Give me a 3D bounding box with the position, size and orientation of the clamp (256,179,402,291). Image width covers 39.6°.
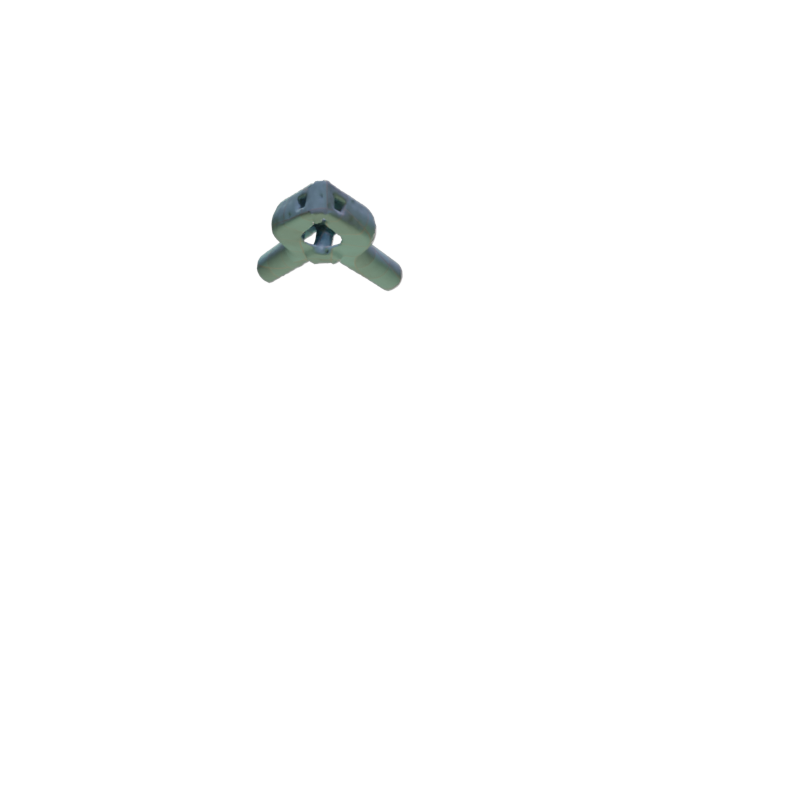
[{"bbox_3d":[-0.068,-0.123,0.865,0.121,0.041,0.161,-3,-19,9],"label":"clamp"}]
